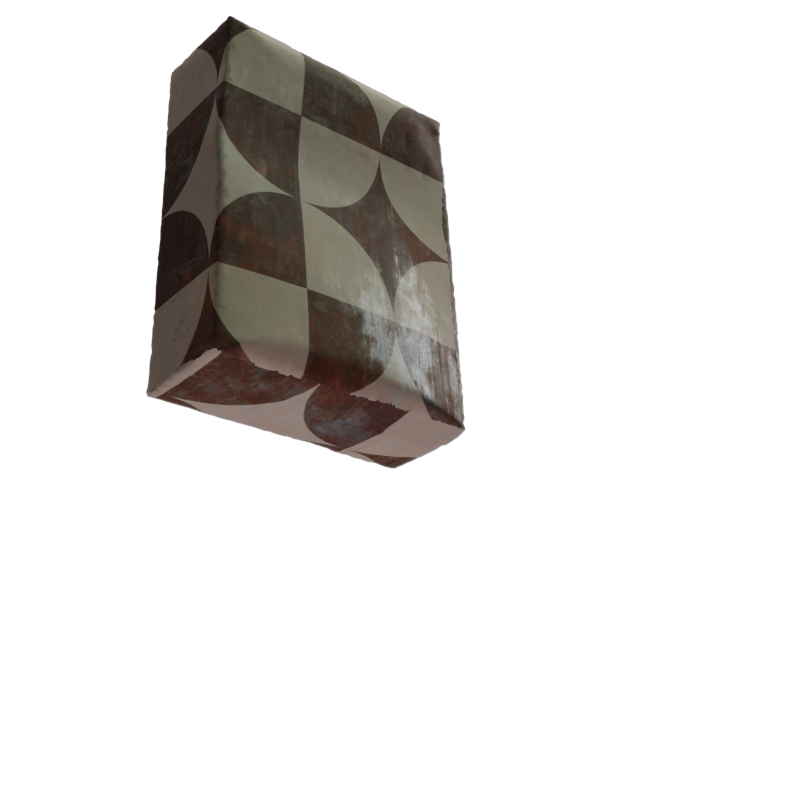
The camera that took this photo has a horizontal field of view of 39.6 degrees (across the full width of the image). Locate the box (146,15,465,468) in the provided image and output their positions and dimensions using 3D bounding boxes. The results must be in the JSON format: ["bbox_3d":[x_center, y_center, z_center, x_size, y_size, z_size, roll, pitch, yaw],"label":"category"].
[{"bbox_3d":[-0.048,-0.088,0.617,0.155,0.228,0.071,20,-37,-33],"label":"box"}]
